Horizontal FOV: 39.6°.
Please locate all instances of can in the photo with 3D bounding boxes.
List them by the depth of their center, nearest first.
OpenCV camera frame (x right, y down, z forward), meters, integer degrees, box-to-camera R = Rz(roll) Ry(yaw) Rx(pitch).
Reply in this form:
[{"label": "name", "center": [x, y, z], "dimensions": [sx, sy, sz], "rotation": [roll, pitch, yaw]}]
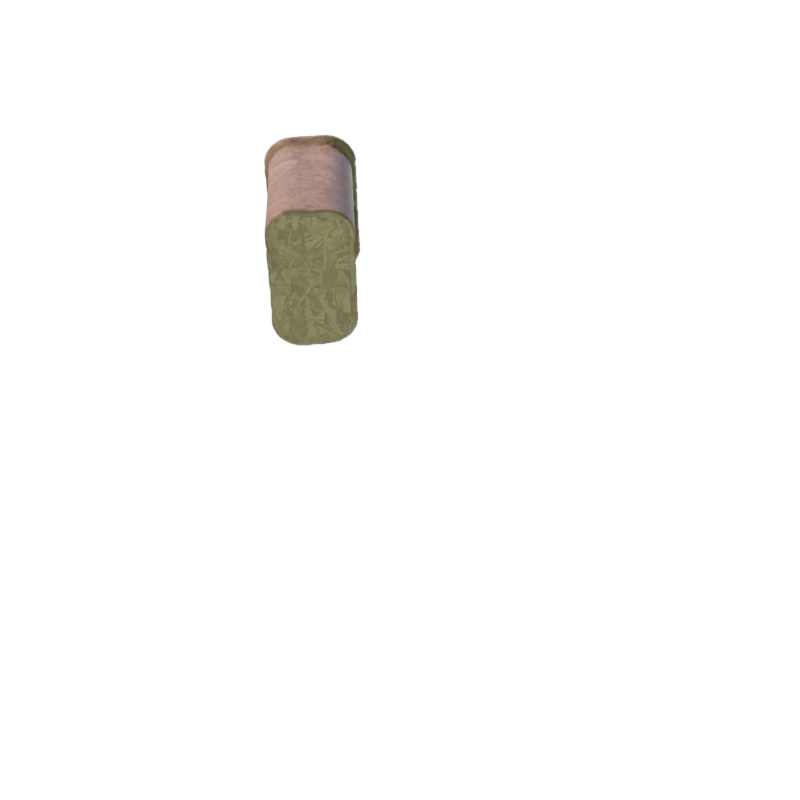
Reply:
[{"label": "can", "center": [-0.053, -0.096, 0.675], "dimensions": [0.057, 0.095, 0.090], "rotation": [-3, 38, -1]}]
